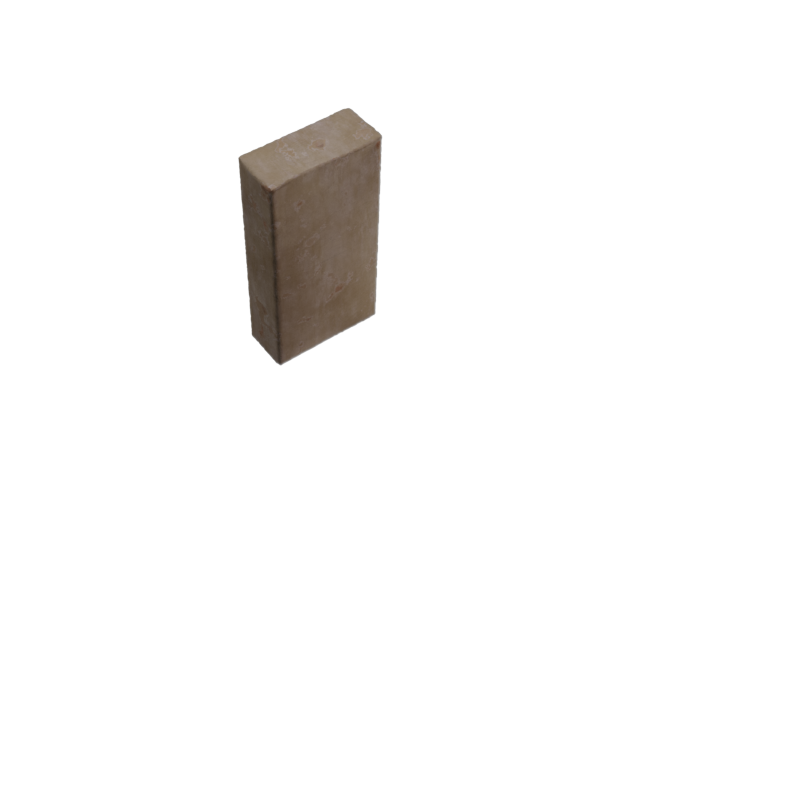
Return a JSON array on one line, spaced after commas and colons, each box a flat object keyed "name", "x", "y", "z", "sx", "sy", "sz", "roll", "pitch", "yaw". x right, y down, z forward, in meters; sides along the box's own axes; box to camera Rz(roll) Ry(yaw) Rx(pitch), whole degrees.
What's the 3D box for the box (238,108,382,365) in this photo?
[{"name": "box", "x": -0.061, "y": -0.112, "z": 0.783, "sx": 0.093, "sy": 0.051, "sz": 0.164, "roll": -30, "pitch": -31, "yaw": -25}]
